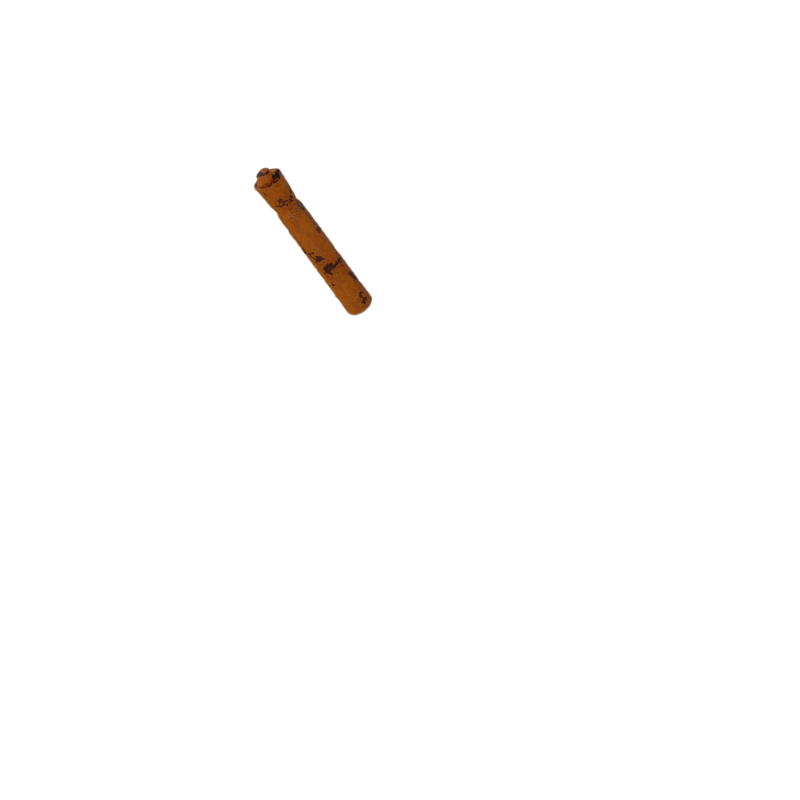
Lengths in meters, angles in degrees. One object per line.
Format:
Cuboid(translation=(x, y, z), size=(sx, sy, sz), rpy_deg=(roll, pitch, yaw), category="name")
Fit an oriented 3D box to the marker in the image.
Cuboid(translation=(-0.054, -0.098, 0.684), size=(0.021, 0.020, 0.112), rpy_deg=(2, -38, 41), category="marker")
